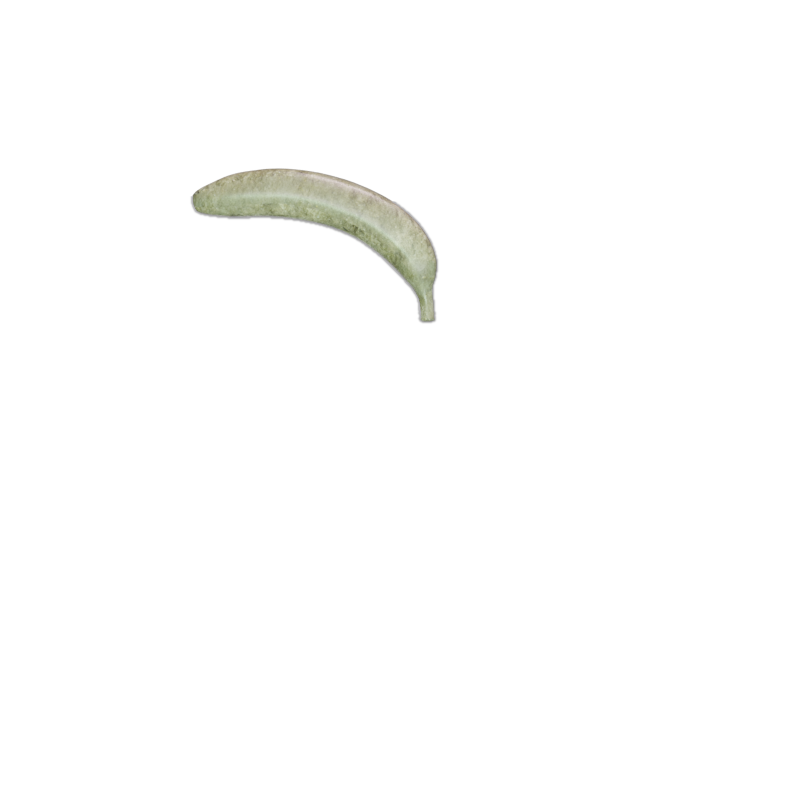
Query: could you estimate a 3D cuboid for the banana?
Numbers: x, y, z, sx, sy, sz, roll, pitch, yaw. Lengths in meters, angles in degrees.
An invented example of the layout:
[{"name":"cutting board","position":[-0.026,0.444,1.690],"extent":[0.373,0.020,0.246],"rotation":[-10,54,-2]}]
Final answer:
[{"name":"banana","position":[-0.051,-0.129,0.801],"extent":[0.201,0.071,0.035],"rotation":[26,-13,7]}]
